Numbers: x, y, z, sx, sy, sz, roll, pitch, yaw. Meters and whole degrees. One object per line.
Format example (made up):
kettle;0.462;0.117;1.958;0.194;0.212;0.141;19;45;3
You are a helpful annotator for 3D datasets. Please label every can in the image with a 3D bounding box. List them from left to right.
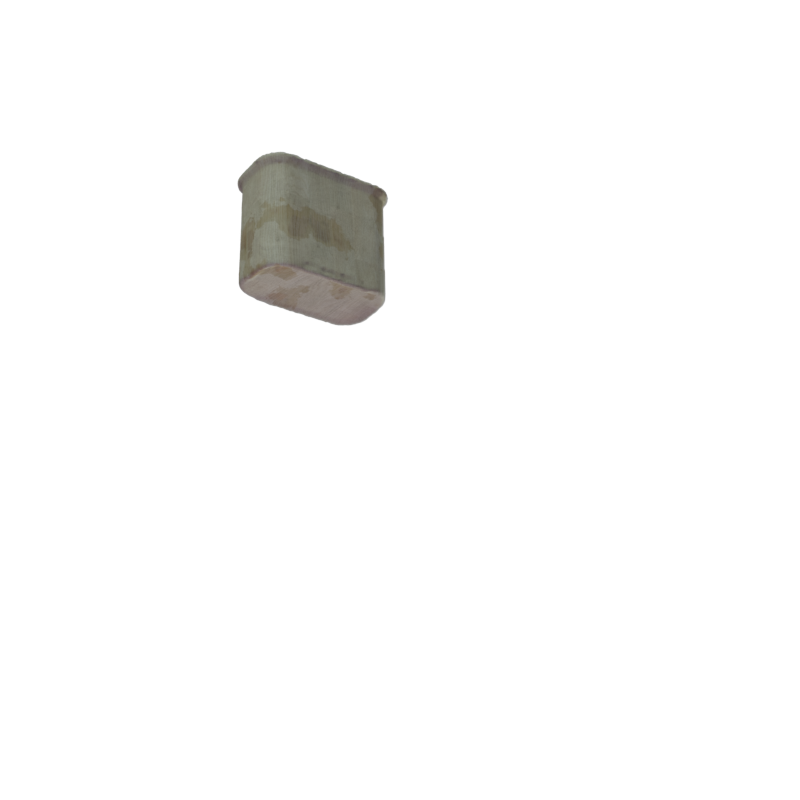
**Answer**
can;-0.057;-0.105;0.735;0.097;0.089;0.057;16;-33;-29
